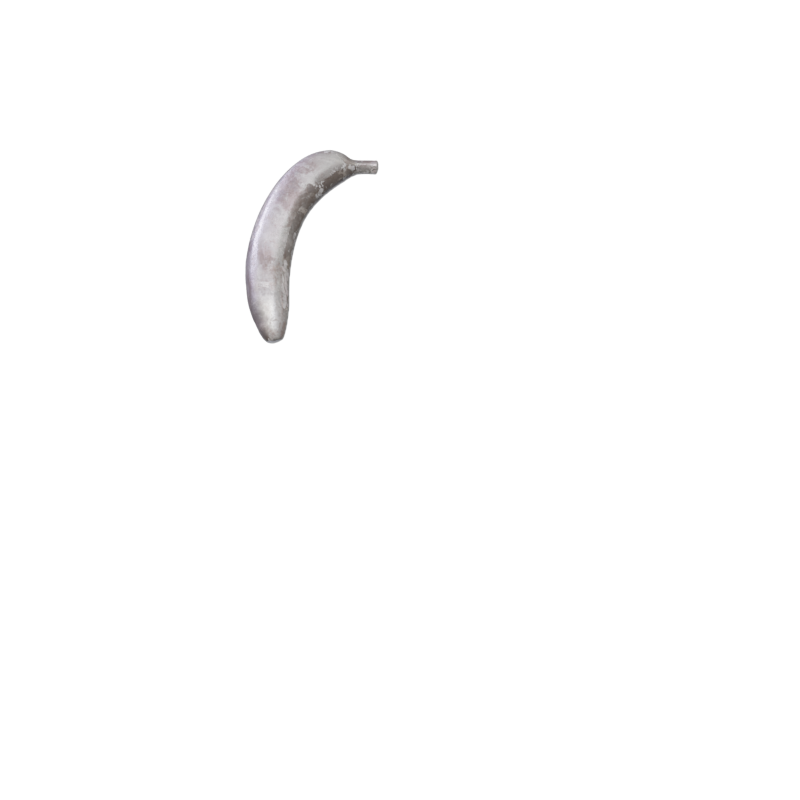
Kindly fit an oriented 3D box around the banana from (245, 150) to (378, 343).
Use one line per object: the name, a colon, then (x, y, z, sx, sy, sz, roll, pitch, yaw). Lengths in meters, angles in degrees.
banana: (-0.087, -0.141, 0.916, 0.071, 0.205, 0.035, 21, -26, 10)
